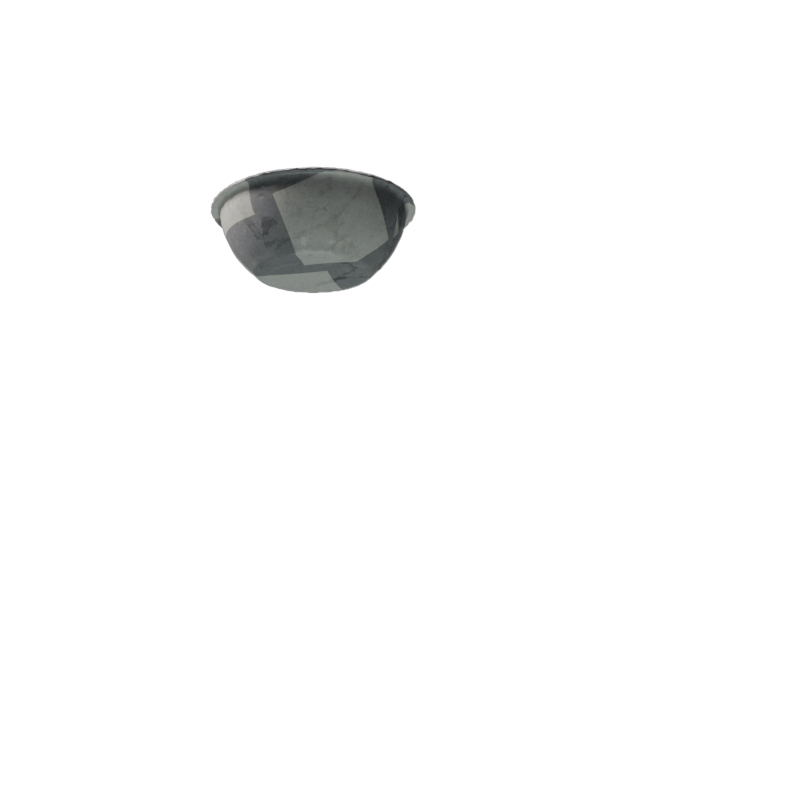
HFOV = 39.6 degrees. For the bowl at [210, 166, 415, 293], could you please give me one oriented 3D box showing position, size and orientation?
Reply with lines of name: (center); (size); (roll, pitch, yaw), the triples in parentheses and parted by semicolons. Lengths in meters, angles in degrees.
bowl: (-0.068, -0.124, 0.866); (0.162, 0.057, 0.156); (0, -15, -2)
